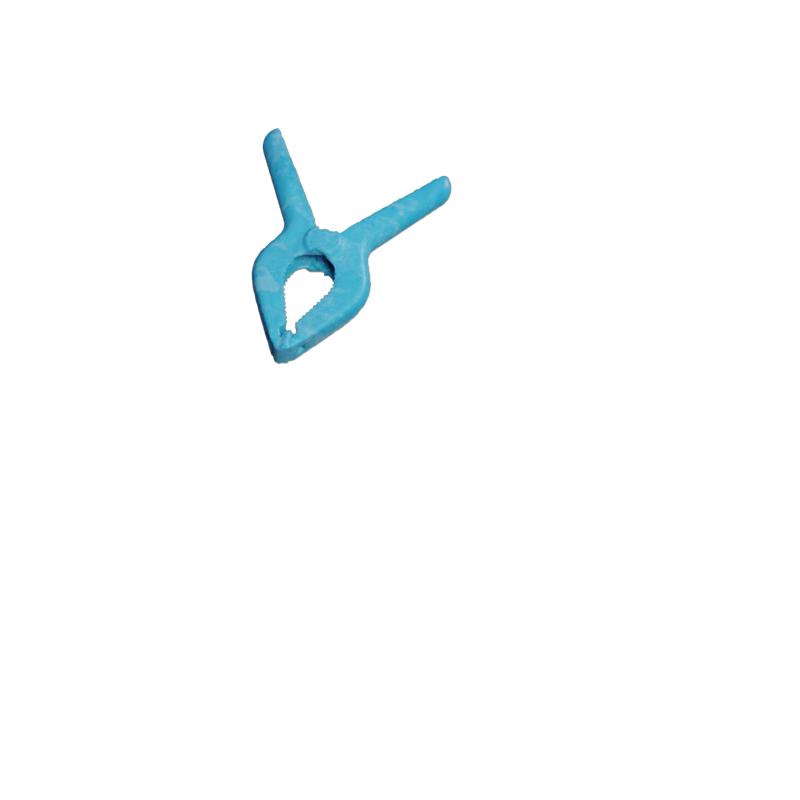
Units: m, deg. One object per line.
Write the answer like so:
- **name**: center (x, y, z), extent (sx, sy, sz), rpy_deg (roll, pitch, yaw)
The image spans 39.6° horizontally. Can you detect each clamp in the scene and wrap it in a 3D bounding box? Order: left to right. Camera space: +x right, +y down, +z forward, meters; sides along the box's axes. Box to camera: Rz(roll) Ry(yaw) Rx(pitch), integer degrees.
- **clamp**: center (-0.070, -0.128, 0.896), extent (0.169, 0.218, 0.034), rpy_deg (21, -28, 12)
